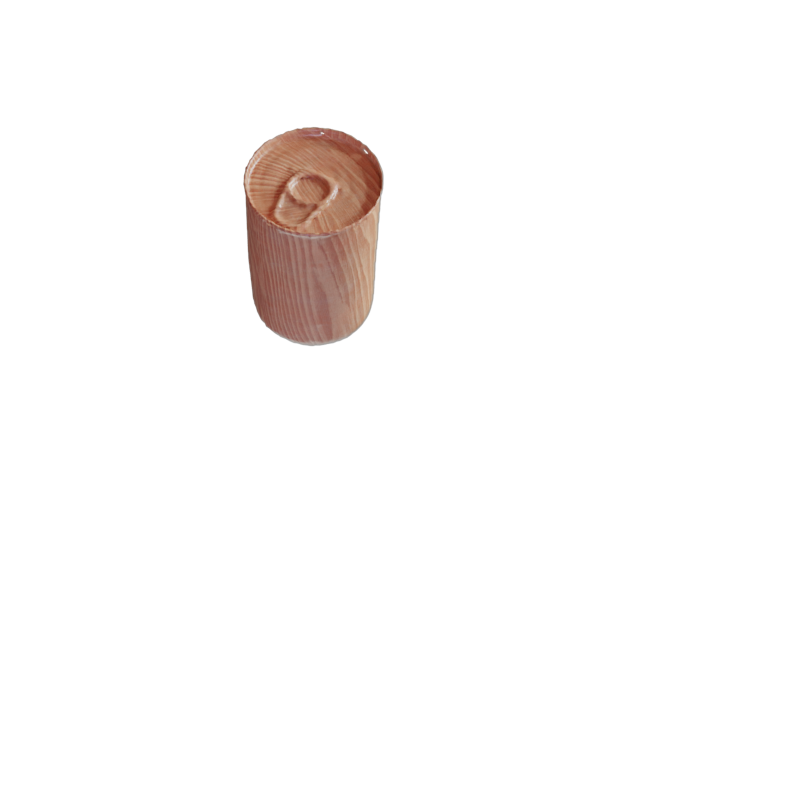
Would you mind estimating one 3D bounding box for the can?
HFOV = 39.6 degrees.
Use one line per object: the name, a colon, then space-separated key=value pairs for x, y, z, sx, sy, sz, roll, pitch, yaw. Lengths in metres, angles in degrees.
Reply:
can: x=-0.045 y=-0.082 z=0.574 sx=0.068 sy=0.073 sz=0.096 roll=0 pitch=-33 yaw=-3
